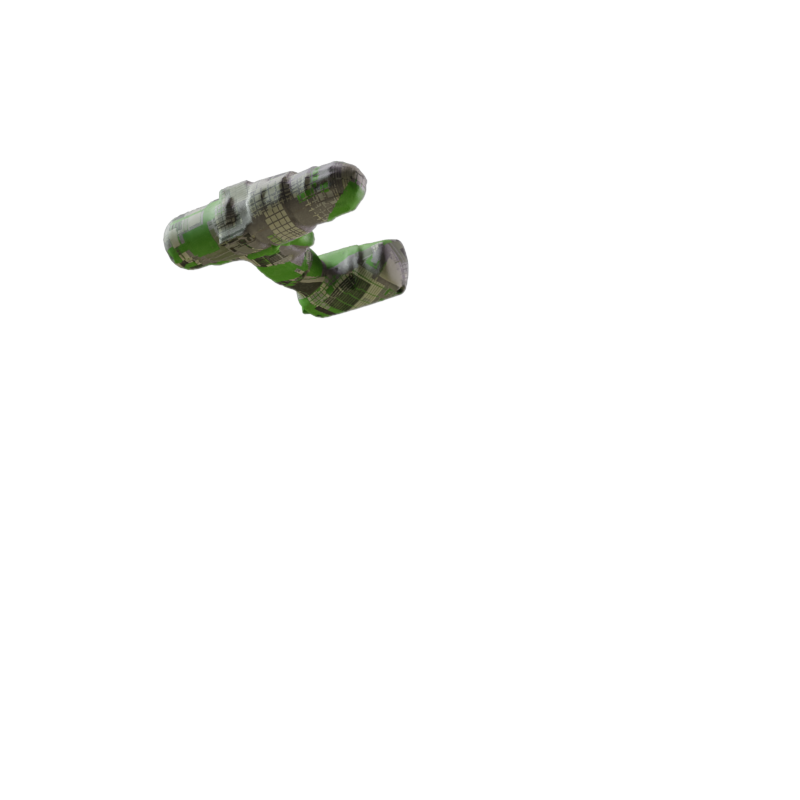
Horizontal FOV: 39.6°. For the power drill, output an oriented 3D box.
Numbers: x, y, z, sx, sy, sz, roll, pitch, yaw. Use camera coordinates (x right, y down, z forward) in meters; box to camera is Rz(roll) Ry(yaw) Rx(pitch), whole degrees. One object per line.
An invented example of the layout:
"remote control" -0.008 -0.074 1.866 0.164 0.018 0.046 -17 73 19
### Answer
"power drill" -0.071 -0.130 0.911 0.188 0.060 0.175 -12 -22 31
